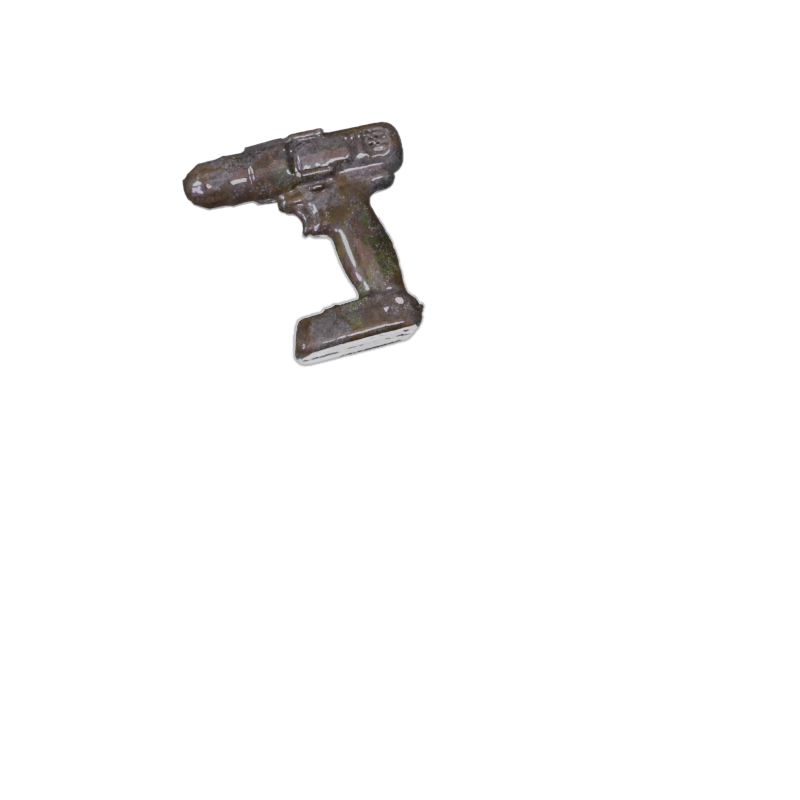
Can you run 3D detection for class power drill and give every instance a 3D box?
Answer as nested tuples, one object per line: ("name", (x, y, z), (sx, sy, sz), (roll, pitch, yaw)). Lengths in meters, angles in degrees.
("power drill", (-0.070, -0.128, 0.893), (0.184, 0.196, 0.055), (-14, -17, -5))
